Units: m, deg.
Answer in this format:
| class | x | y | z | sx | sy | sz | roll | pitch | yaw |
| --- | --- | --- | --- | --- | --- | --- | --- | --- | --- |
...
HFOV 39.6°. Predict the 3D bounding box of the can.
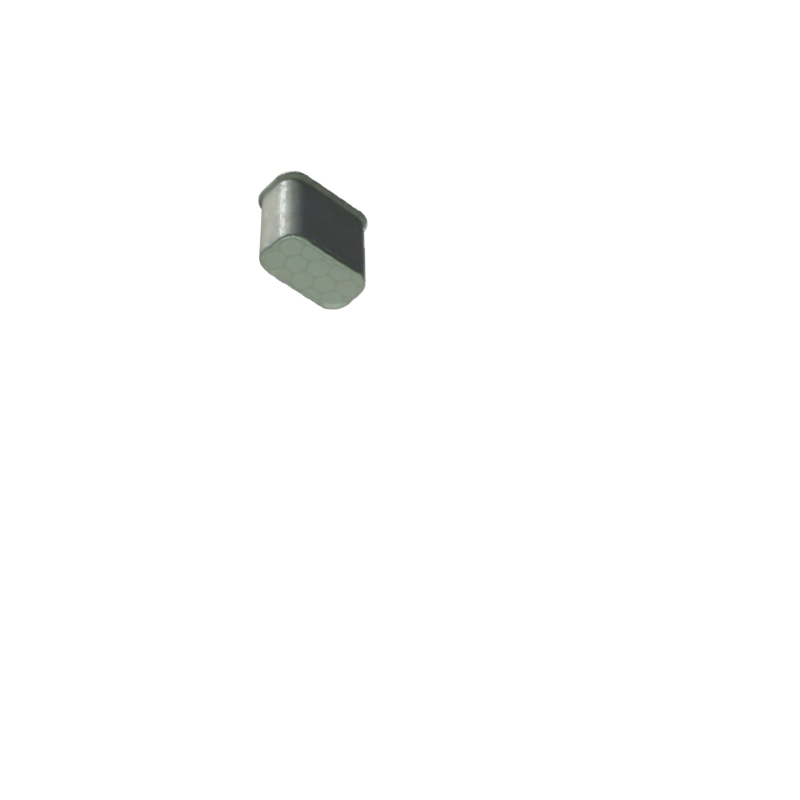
| class | x | y | z | sx | sy | sz | roll | pitch | yaw |
| --- | --- | --- | --- | --- | --- | --- | --- | --- | --- |
| can | -0.076 | -0.139 | 0.975 | 0.096 | 0.090 | 0.057 | 31 | -54 | -29 |
